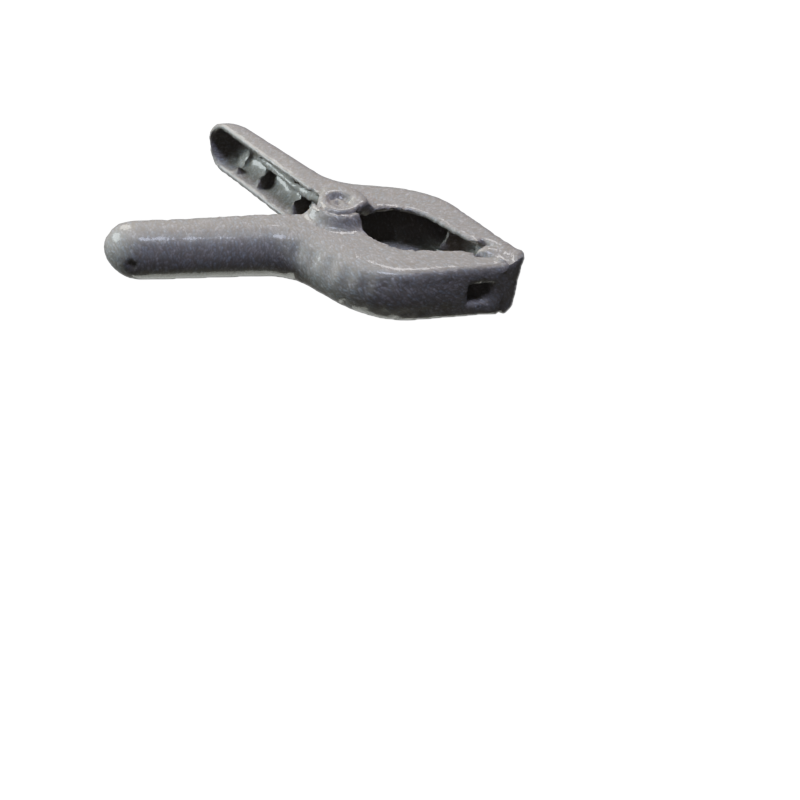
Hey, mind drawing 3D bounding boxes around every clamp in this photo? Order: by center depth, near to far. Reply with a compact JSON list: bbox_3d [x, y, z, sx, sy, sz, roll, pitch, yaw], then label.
[{"bbox_3d":[-0.037,-0.068,0.479,0.178,0.037,0.124,20,46,20],"label":"clamp"}]
